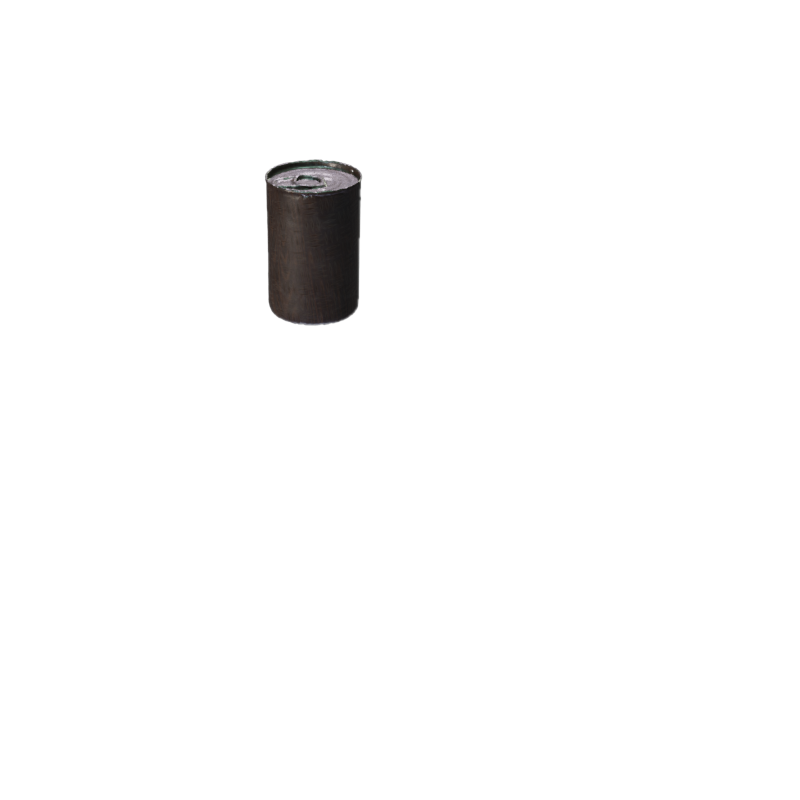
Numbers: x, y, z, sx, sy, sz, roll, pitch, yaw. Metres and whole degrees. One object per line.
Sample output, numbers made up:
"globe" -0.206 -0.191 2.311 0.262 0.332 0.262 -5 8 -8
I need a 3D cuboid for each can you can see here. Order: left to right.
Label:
"can" -0.062 -0.113 0.793 0.068 0.097 0.072 0 26 -2
